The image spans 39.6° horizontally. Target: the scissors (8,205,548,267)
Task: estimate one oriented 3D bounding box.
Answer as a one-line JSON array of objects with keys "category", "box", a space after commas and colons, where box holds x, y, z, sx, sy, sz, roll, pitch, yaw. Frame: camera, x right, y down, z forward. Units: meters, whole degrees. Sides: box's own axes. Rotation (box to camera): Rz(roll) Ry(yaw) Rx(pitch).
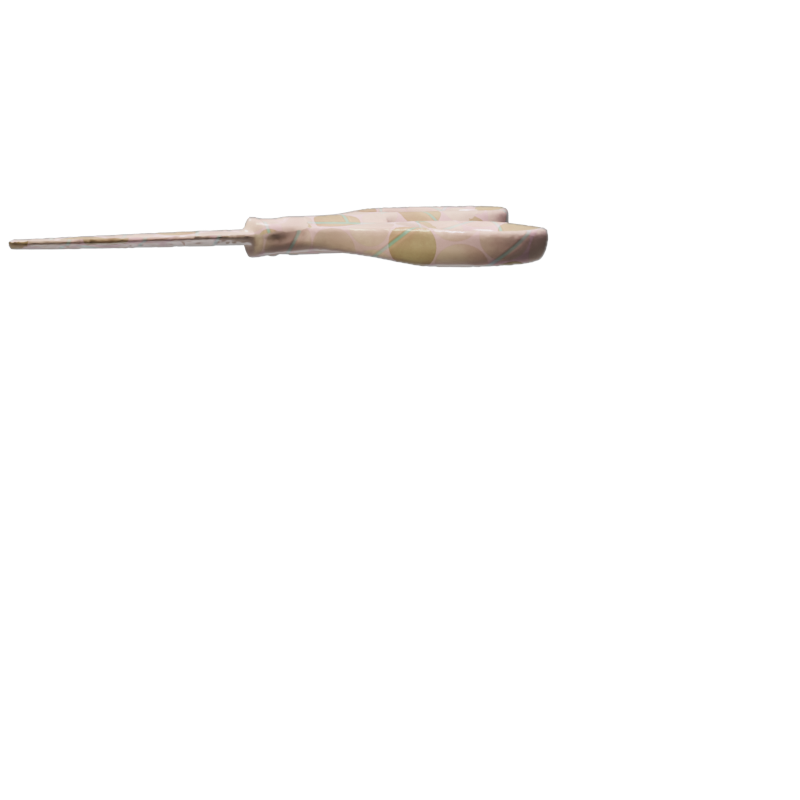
[{"category": "scissors", "box": [-0.032, -0.059, 0.411, 0.196, 0.015, 0.102, -10, 19, -31]}]
